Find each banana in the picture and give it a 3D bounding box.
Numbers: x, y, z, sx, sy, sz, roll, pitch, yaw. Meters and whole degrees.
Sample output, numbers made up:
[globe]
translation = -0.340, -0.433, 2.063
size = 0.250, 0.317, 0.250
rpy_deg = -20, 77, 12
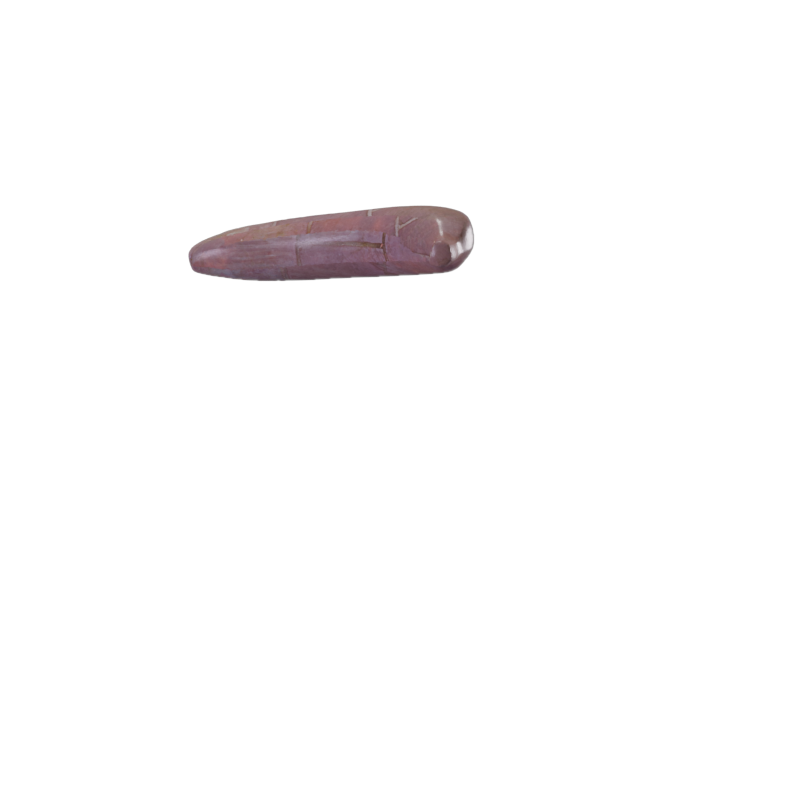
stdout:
[banana]
translation = -0.030, -0.084, 0.592
size = 0.205, 0.037, 0.067
rpy_deg = 3, 3, 45
